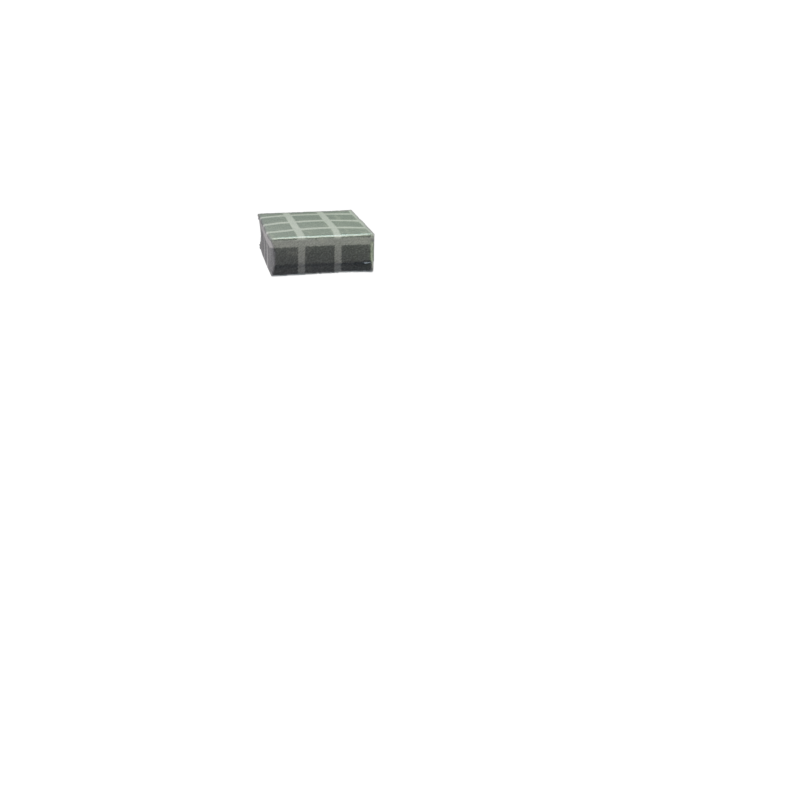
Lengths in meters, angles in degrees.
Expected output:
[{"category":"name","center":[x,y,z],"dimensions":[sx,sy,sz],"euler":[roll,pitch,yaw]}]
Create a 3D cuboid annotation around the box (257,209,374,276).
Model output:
[{"category":"box","center":[-0.077,-0.140,0.981],"dimensions":[0.089,0.038,0.119],"euler":[-3,18,-11]}]
